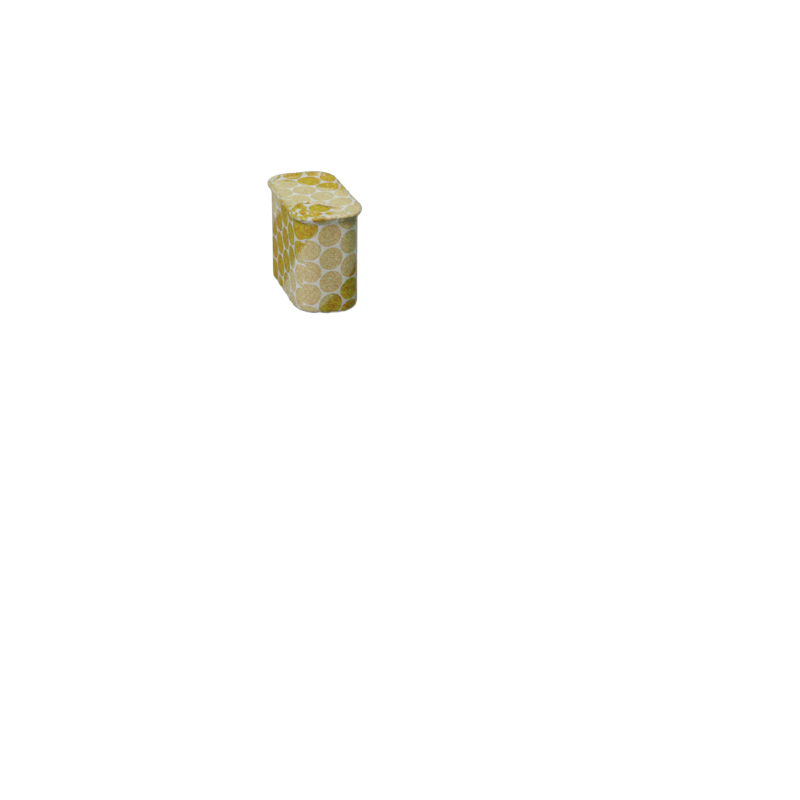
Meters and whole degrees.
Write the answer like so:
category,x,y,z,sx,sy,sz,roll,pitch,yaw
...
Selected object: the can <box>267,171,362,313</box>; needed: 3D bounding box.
category,x,y,z,sx,sy,sz,roll,pitch,yaw
can,-0.070,-0.127,0.890,0.056,0.079,0.109,-8,29,-18
